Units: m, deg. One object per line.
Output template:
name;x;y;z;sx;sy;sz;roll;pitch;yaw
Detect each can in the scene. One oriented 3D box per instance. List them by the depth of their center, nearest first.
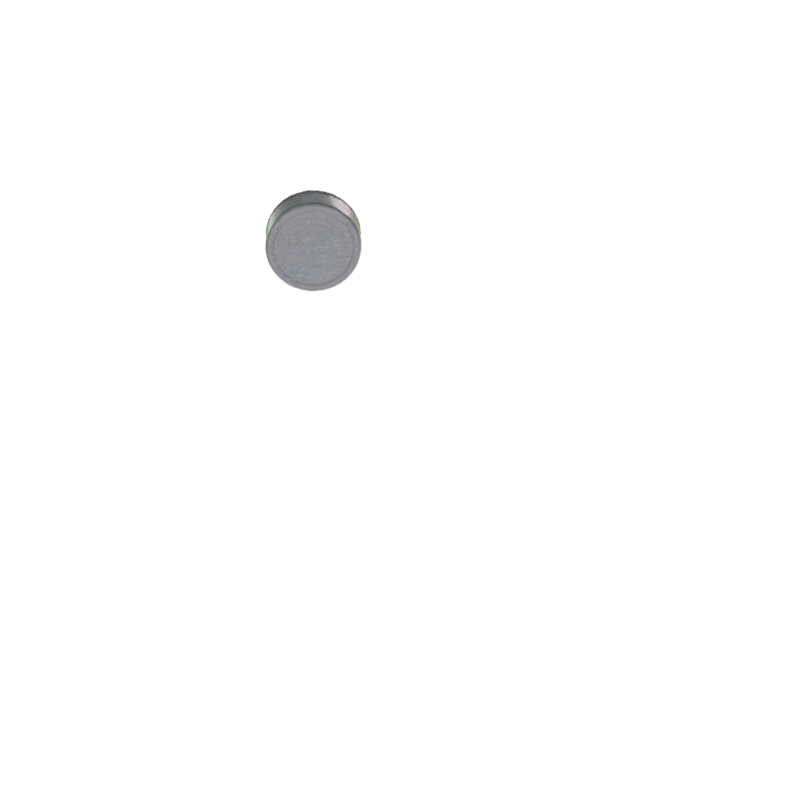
can;-0.077;-0.140;0.982;0.086;0.081;0.035;1;26;-1
